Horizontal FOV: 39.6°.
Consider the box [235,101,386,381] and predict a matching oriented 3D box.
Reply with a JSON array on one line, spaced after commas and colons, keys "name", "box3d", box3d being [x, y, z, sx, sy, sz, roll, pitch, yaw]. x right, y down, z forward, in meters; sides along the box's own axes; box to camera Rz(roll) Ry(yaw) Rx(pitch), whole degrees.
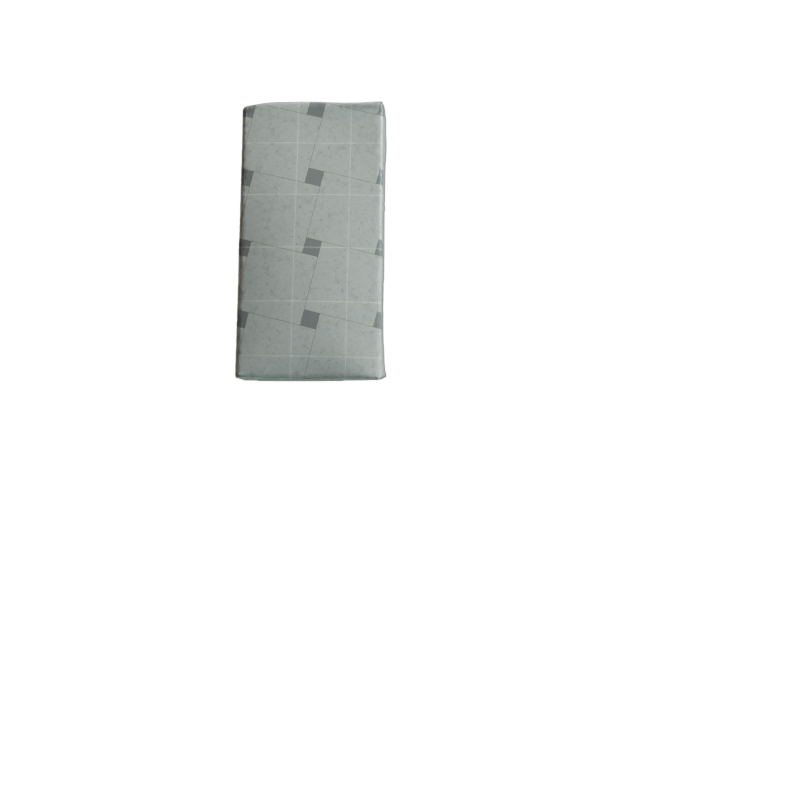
[{"name": "box", "box3d": [-0.056, -0.101, 0.706, 0.094, 0.179, 0.047, -1, -7, 5]}]
